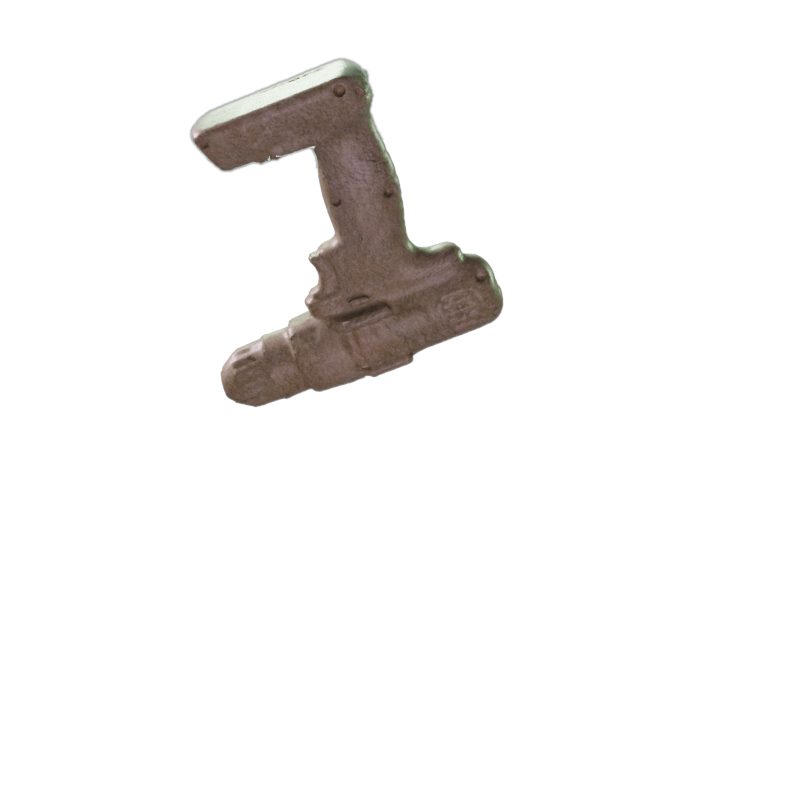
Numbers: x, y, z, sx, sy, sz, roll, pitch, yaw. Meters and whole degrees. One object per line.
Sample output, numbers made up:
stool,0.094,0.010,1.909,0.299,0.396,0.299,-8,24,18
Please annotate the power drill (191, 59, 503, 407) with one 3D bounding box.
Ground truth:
power drill,-0.052,-0.095,0.666,0.185,0.178,0.060,-21,22,9
